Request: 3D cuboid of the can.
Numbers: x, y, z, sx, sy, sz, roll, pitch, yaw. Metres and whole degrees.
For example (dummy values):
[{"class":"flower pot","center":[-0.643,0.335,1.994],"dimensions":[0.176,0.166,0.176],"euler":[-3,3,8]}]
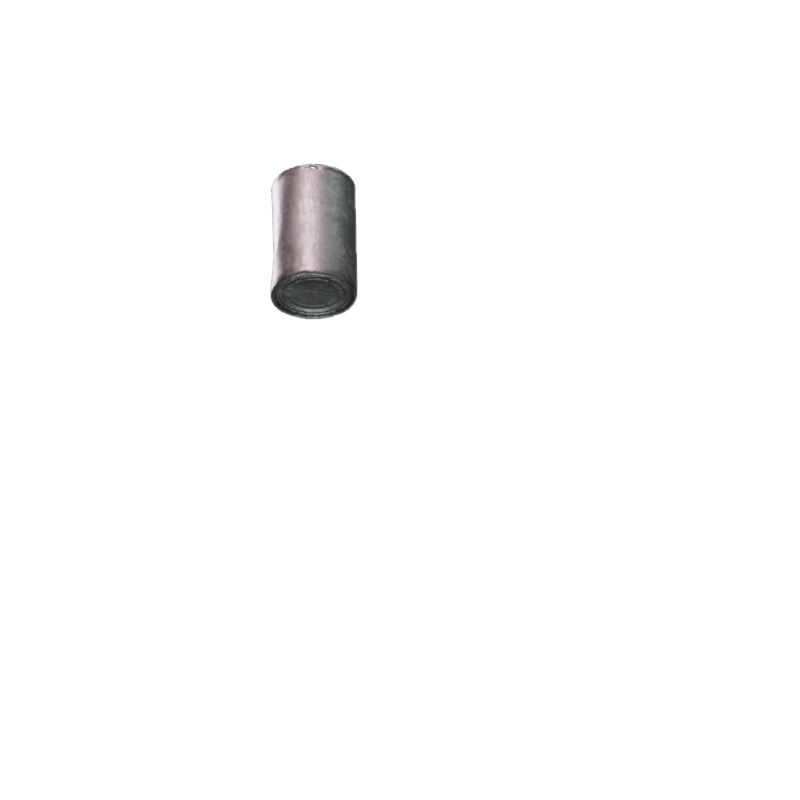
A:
[{"class":"can","center":[-0.067,-0.123,0.859],"dimensions":[0.068,0.109,0.064],"euler":[-1,-31,-2]}]
